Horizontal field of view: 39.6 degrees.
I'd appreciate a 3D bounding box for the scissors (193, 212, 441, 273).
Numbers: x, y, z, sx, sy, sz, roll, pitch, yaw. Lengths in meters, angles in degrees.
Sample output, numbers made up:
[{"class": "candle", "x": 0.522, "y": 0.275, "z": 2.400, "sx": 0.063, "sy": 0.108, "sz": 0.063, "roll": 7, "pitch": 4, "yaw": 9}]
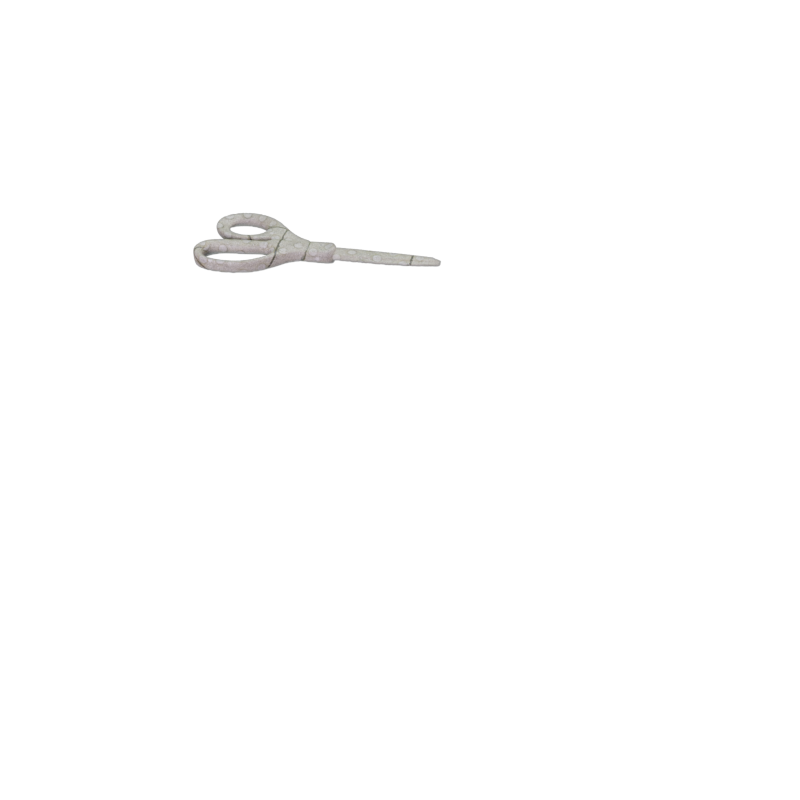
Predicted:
[{"class": "scissors", "x": -0.073, "y": -0.134, "z": 0.939, "sx": 0.200, "sy": 0.015, "sz": 0.103, "roll": -3, "pitch": 35, "yaw": -5}]
